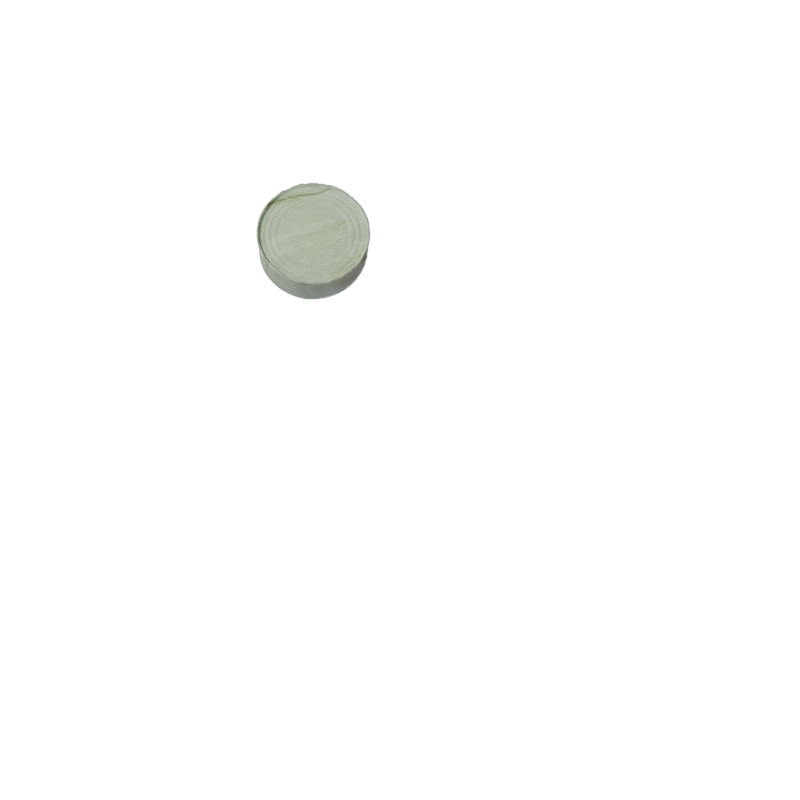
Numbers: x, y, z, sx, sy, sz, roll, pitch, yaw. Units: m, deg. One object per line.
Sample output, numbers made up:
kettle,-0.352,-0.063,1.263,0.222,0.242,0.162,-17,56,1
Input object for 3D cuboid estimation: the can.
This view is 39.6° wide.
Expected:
can,-0.066,-0.121,0.849,0.086,0.091,0.032,-1,-25,-1
